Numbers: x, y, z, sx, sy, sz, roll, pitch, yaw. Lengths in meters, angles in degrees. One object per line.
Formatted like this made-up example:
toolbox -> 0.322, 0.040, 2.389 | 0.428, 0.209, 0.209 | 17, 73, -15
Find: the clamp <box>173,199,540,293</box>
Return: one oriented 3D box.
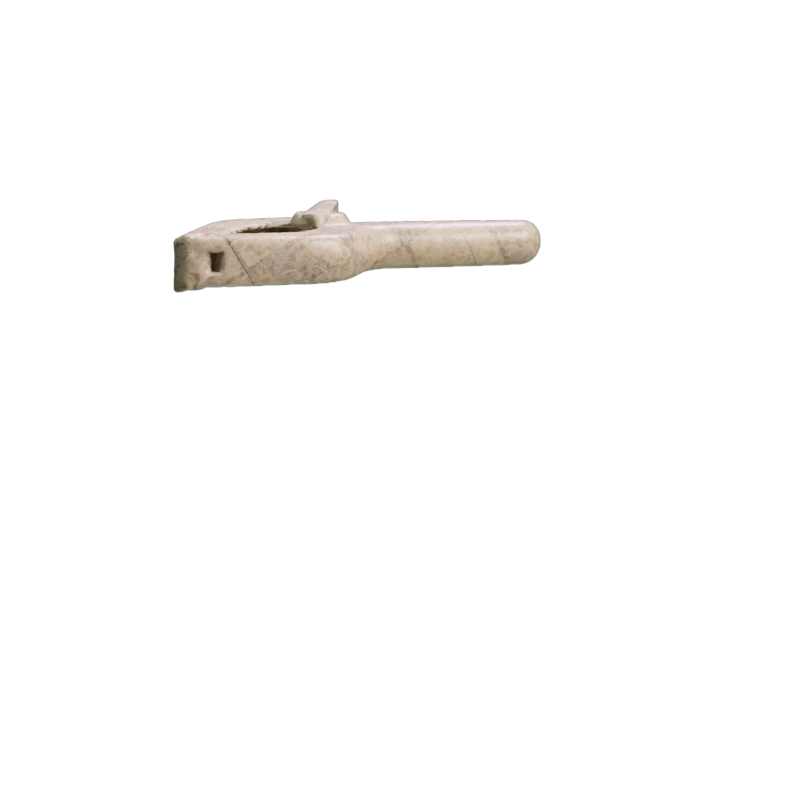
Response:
clamp -> -0.048, -0.088, 0.618 | 0.204, 0.035, 0.173 | -14, 20, -41
